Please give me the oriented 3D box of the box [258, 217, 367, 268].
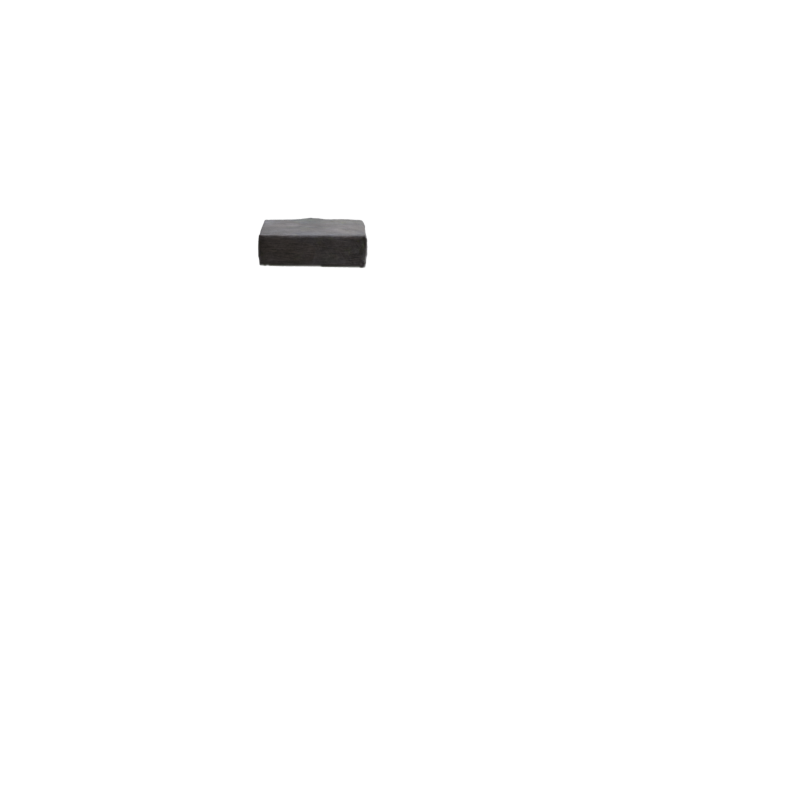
[{"bbox_3d":[-0.073,-0.133,0.930,0.089,0.029,0.076,0,17,-1],"label":"box"}]
